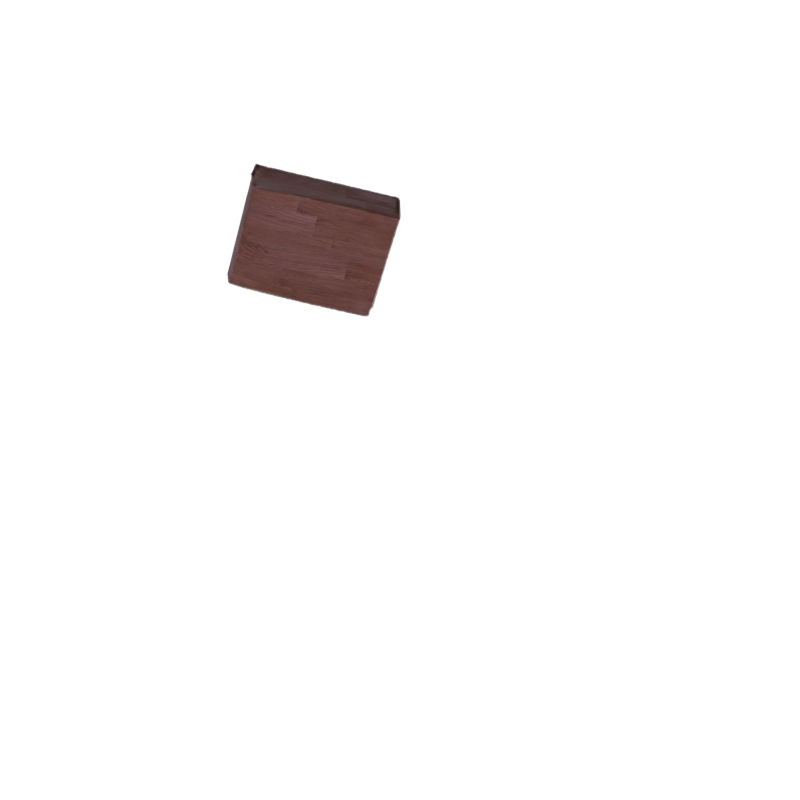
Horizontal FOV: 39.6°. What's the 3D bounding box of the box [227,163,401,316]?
[{"bbox_3d":[-0.064,-0.117,0.822,0.112,0.085,0.041,12,31,-8],"label":"box"}]
